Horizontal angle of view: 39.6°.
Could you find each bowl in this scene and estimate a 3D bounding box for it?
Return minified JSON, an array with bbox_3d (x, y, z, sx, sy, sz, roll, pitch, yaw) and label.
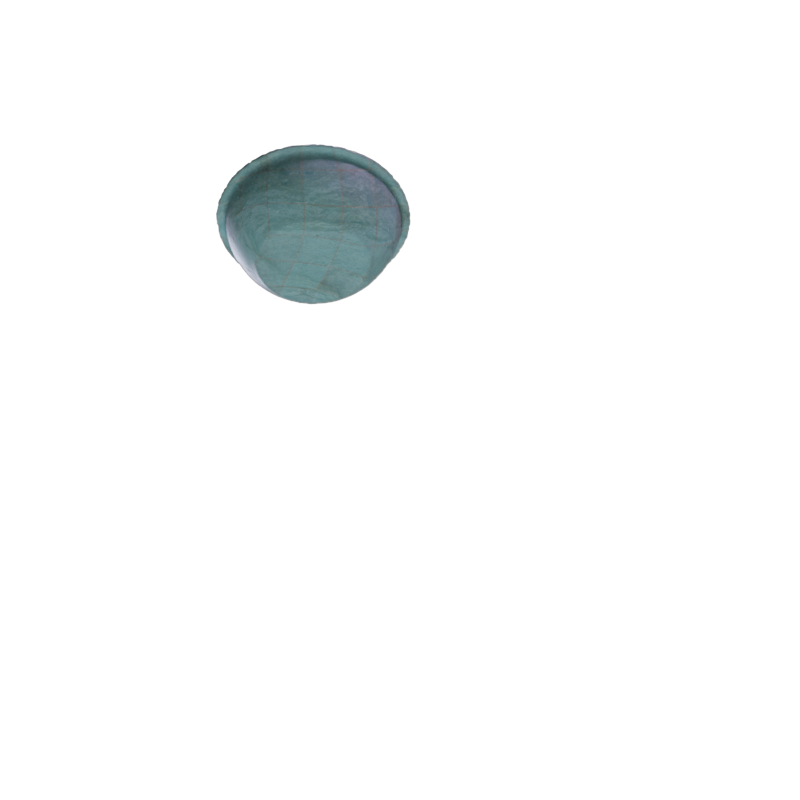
[{"bbox_3d":[-0.071,-0.129,0.906,0.162,0.059,0.151,1,-44,-1],"label":"bowl"}]
